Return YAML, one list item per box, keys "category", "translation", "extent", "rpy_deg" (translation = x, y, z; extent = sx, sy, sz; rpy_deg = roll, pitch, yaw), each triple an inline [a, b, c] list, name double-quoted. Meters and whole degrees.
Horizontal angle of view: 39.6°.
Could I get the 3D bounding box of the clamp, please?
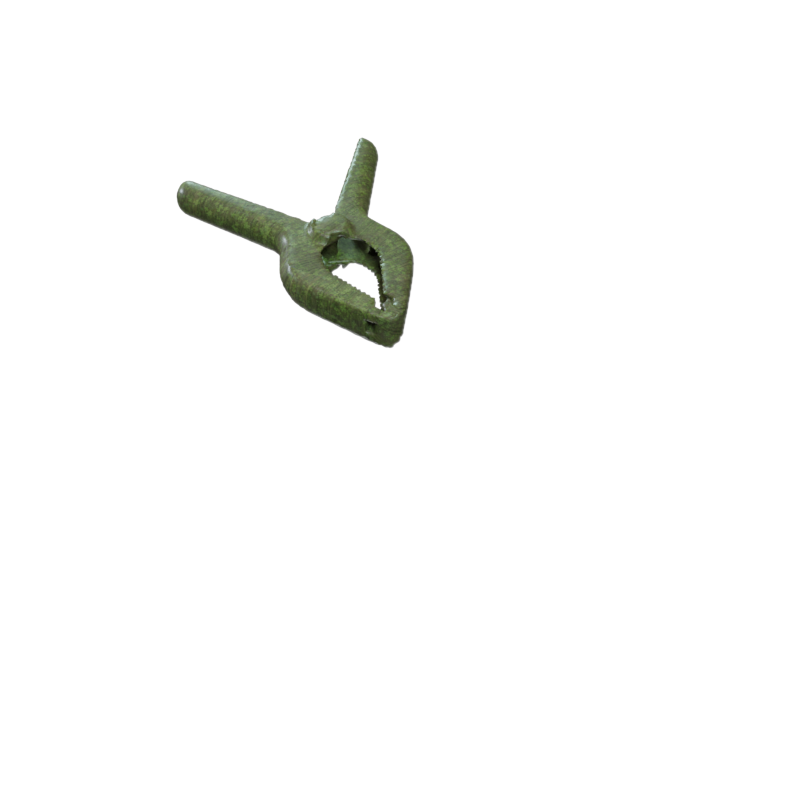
- category: "clamp"
  translation: [-0.062, -0.113, 0.793]
  extent: [0.163, 0.034, 0.228]
  rpy_deg: [-14, 46, -14]
